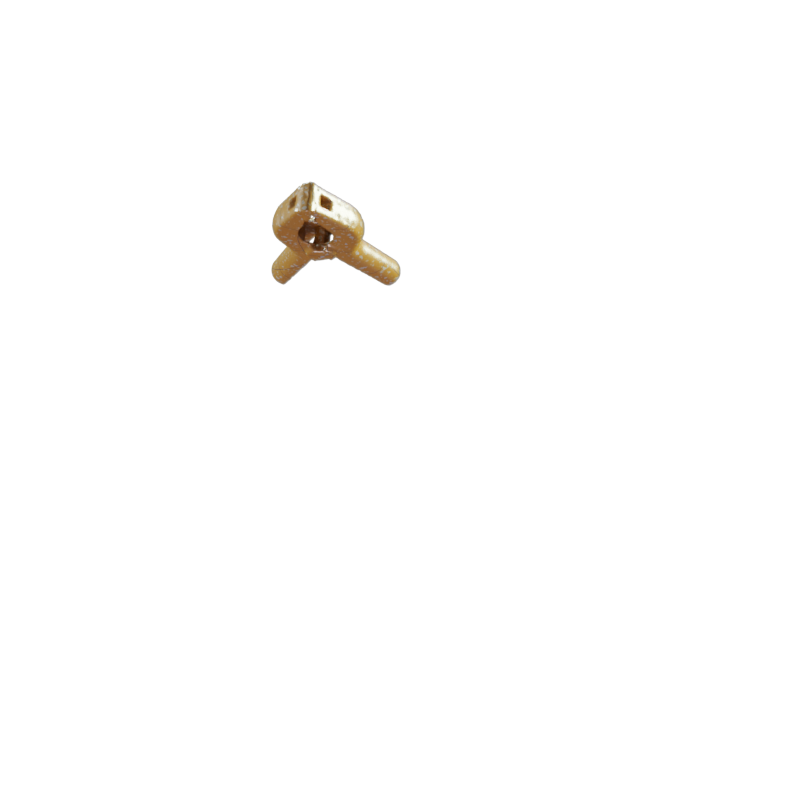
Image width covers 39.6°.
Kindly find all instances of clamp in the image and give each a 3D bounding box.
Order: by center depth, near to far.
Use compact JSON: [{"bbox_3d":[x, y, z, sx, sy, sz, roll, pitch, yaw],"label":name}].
[{"bbox_3d":[-0.077,-0.140,0.980,0.122,0.041,0.160,-7,-23,15],"label":"clamp"}]
